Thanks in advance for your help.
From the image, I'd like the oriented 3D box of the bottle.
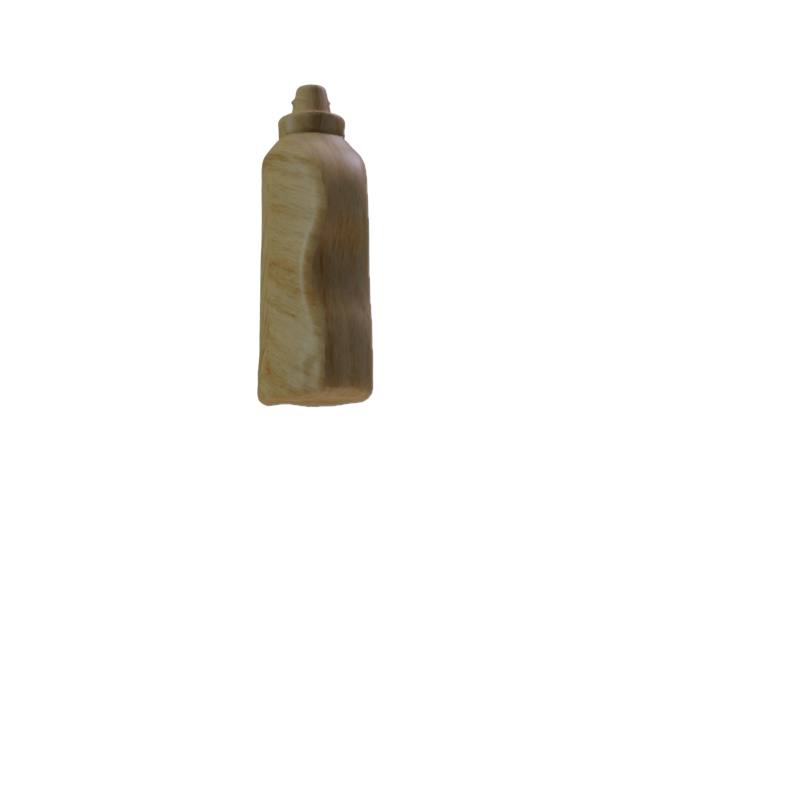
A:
[{"bbox_3d":[-0.052,-0.094,0.660,0.056,0.197,0.097,4,-11,-24],"label":"bottle"}]
